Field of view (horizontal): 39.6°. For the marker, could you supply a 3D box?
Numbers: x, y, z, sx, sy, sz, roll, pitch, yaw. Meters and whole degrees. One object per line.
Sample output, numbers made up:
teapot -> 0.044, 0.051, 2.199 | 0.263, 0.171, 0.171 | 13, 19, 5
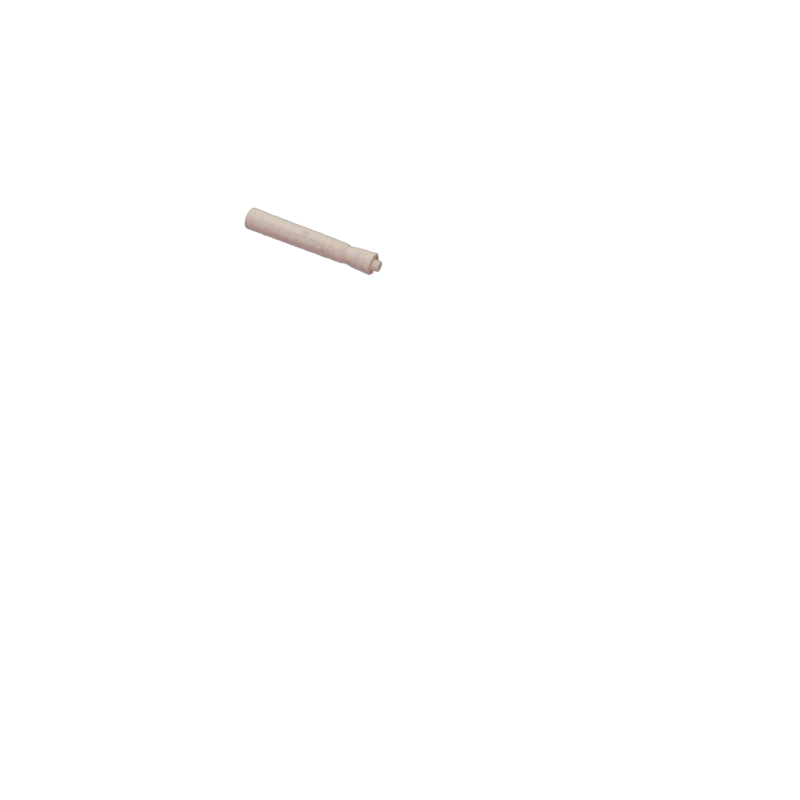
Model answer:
marker -> -0.071, -0.129, 0.903 | 0.126, 0.019, 0.019 | 23, 11, 20
